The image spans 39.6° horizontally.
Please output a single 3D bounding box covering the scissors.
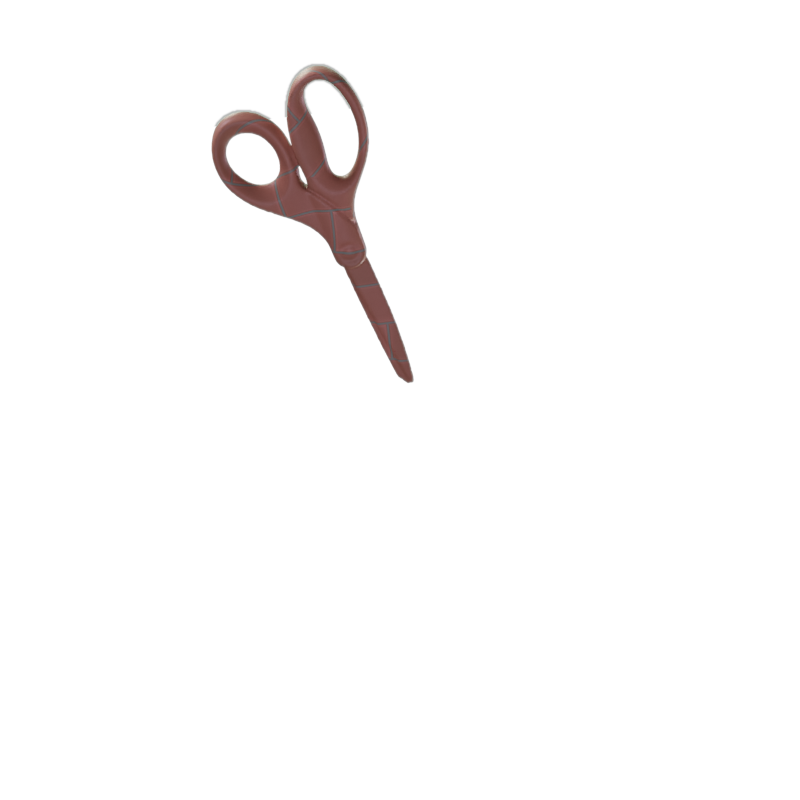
[{"bbox_3d":[-0.050,-0.091,0.634,0.096,0.190,0.017,-6,25,3],"label":"scissors"}]
